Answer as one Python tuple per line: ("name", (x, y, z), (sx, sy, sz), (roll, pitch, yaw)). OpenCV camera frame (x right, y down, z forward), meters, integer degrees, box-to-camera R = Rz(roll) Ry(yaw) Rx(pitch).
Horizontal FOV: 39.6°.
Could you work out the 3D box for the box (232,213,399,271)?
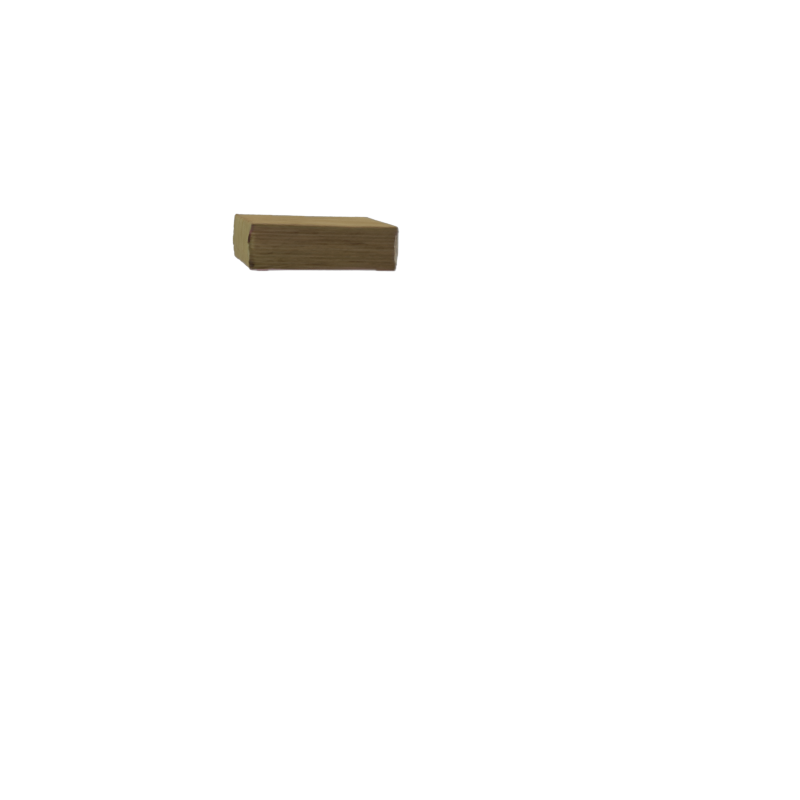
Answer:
("box", (-0.066, -0.120, 0.842), (0.112, 0.038, 0.093), (-3, 12, -13))
